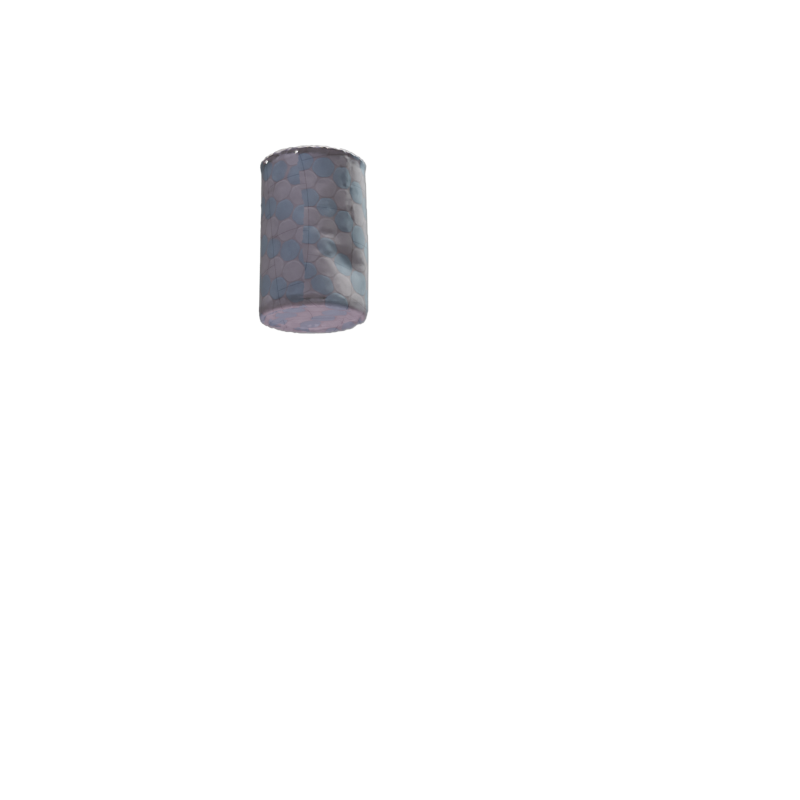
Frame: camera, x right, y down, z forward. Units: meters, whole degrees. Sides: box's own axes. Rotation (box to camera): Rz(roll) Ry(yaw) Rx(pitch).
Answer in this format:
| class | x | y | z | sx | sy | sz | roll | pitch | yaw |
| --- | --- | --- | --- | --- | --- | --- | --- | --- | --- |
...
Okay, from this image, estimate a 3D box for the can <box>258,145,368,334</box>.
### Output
| class | x | y | z | sx | sy | sz | roll | pitch | yaw |
| --- | --- | --- | --- | --- | --- | --- | --- | --- | --- |
| can | -0.054 | -0.099 | 0.691 | 0.068 | 0.107 | 0.066 | 0 | -16 | -2 |
